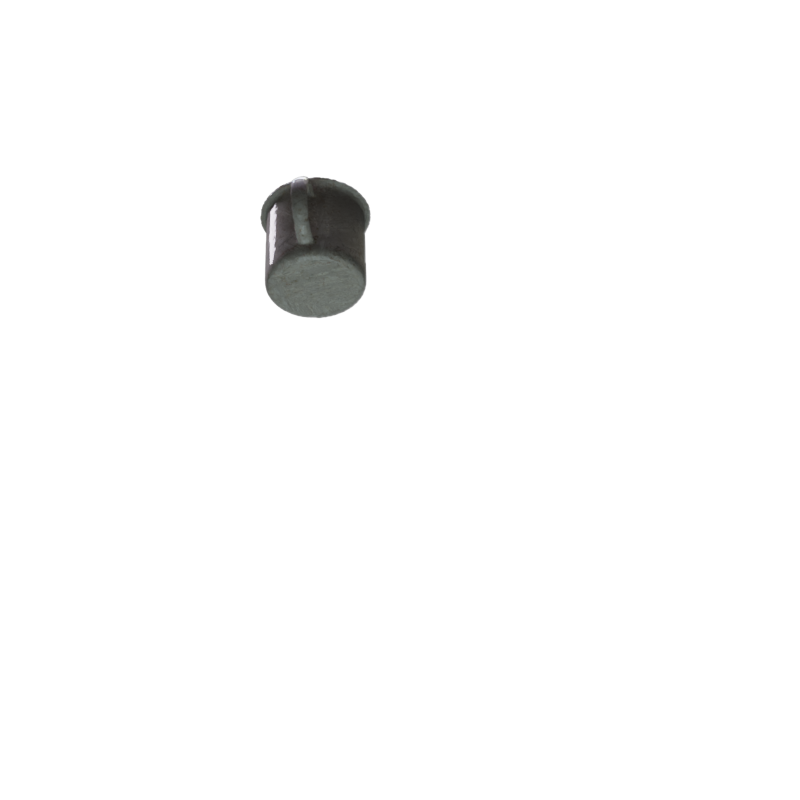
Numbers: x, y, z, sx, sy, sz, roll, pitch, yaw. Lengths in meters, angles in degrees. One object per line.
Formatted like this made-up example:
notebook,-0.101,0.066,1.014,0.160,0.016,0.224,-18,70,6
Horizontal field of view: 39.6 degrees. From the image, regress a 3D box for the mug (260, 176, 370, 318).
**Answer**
mug,-0.070,-0.128,0.900,0.094,0.087,0.108,-5,-39,4
